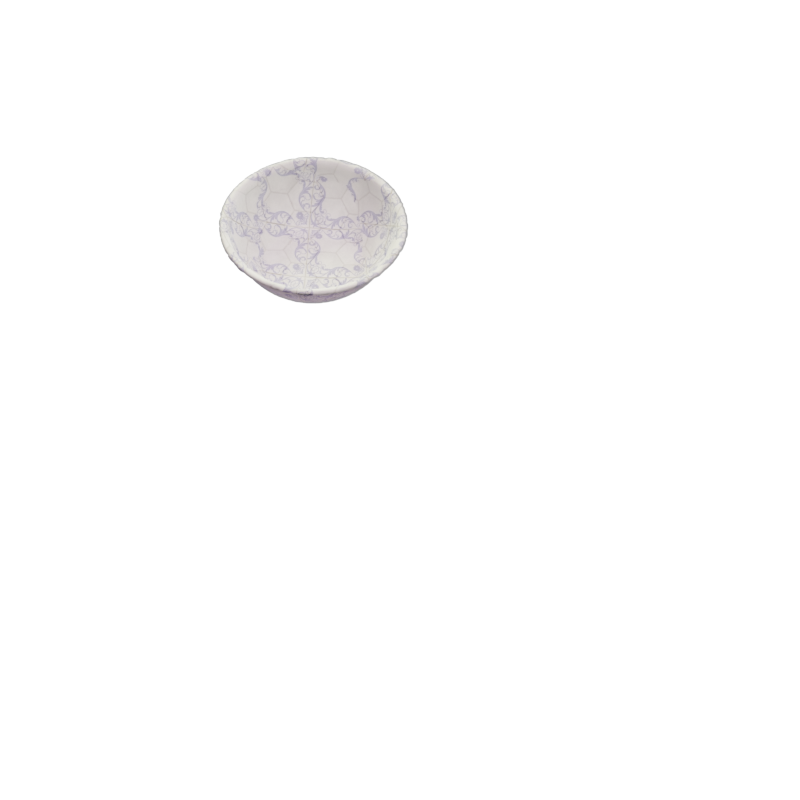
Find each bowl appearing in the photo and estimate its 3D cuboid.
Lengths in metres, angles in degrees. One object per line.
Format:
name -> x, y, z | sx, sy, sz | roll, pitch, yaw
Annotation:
bowl -> -0.075, -0.138, 0.964 | 0.162, 0.174, 0.051 | -1, -39, -1
